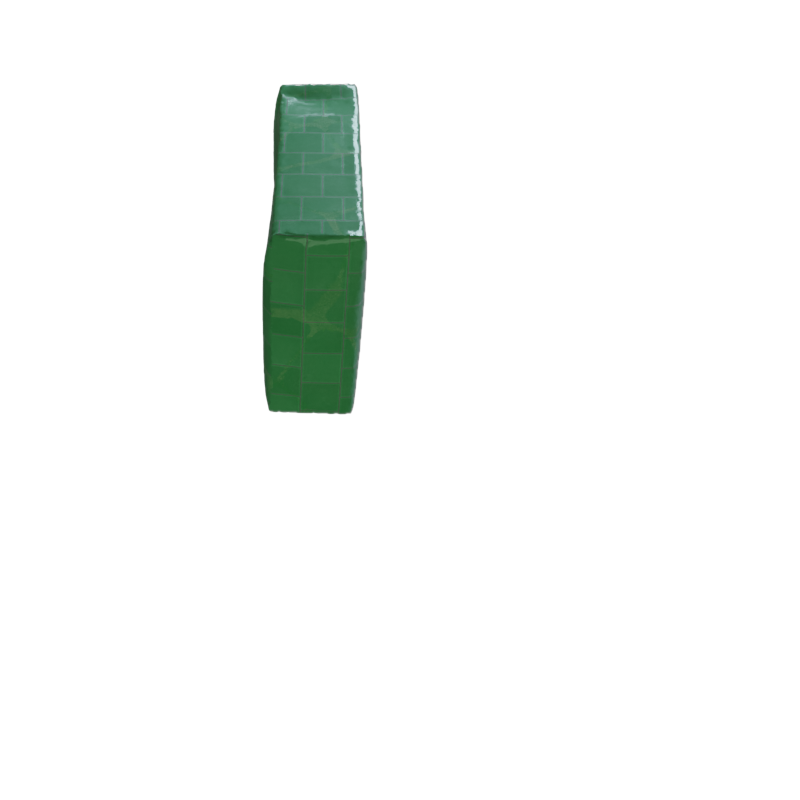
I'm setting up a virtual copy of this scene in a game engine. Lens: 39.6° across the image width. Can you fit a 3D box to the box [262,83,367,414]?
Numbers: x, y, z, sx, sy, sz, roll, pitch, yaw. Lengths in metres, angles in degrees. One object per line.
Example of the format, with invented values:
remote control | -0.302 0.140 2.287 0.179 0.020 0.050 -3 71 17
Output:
box | -0.067 -0.122 0.853 0.071 0.153 0.229 1 41 -5
